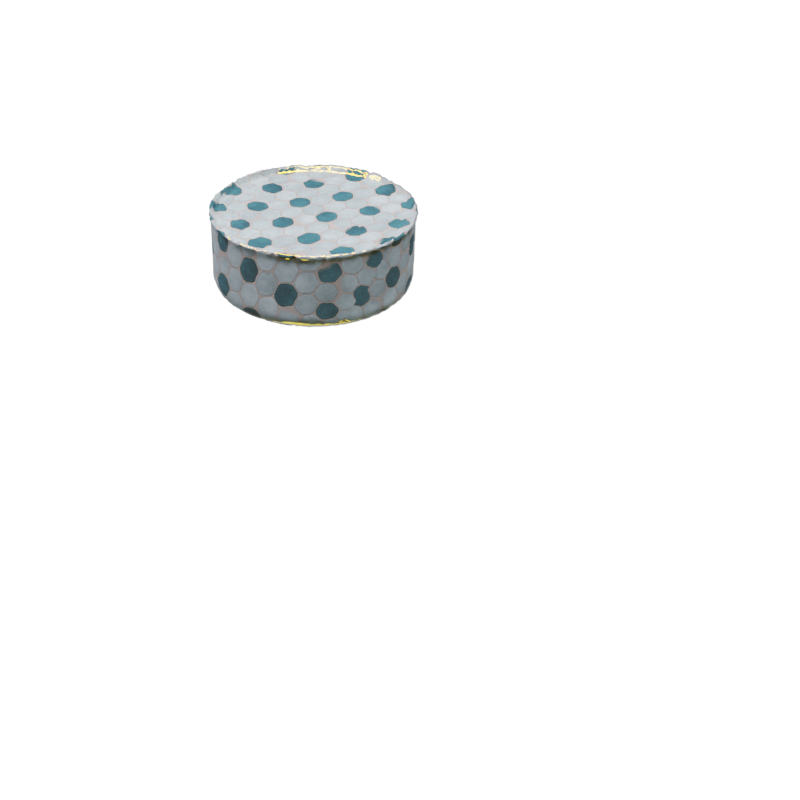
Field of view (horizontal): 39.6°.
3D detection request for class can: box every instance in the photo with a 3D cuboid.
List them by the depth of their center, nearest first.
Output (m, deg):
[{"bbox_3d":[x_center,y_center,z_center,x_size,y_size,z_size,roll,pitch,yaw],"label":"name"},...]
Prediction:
[{"bbox_3d":[-0.036,-0.066,0.463,0.086,0.032,0.091,-1,33,-2],"label":"can"}]
